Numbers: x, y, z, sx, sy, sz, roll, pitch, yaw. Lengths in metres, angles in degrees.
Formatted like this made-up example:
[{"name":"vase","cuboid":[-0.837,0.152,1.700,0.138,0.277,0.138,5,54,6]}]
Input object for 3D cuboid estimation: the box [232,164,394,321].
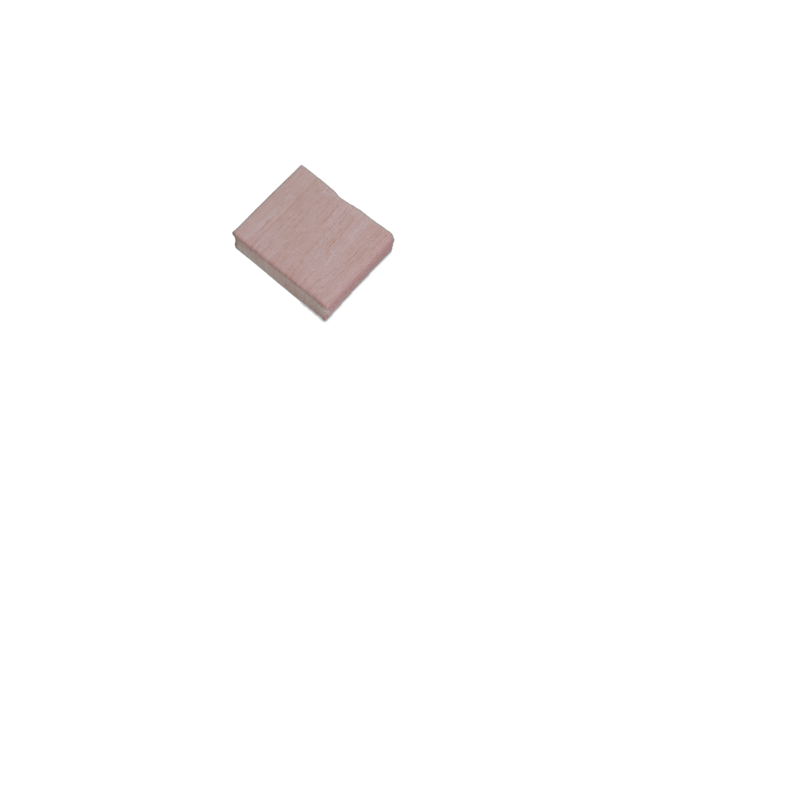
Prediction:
[{"name":"box","cuboid":[-0.061,-0.111,0.779,0.093,0.074,0.029,39,-18,15]}]
